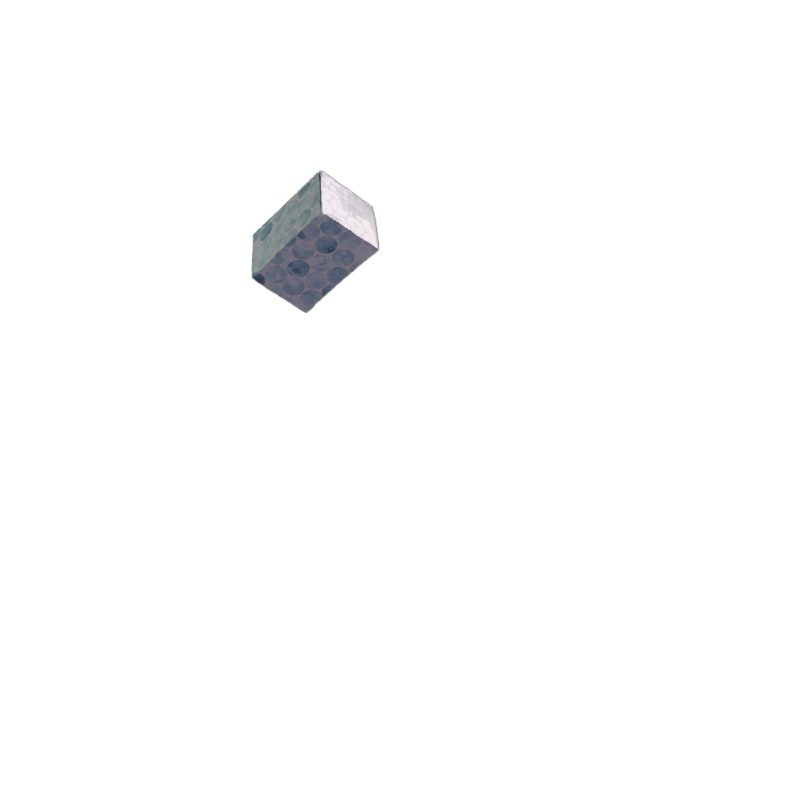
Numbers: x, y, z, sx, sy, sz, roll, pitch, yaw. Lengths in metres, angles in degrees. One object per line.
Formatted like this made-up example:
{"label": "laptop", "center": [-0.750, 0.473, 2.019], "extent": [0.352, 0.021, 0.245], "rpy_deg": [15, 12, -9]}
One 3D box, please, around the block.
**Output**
{"label": "block", "center": [-0.060, -0.110, 0.771], "extent": [0.050, 0.055, 0.077], "rpy_deg": [34, -57, -29]}
